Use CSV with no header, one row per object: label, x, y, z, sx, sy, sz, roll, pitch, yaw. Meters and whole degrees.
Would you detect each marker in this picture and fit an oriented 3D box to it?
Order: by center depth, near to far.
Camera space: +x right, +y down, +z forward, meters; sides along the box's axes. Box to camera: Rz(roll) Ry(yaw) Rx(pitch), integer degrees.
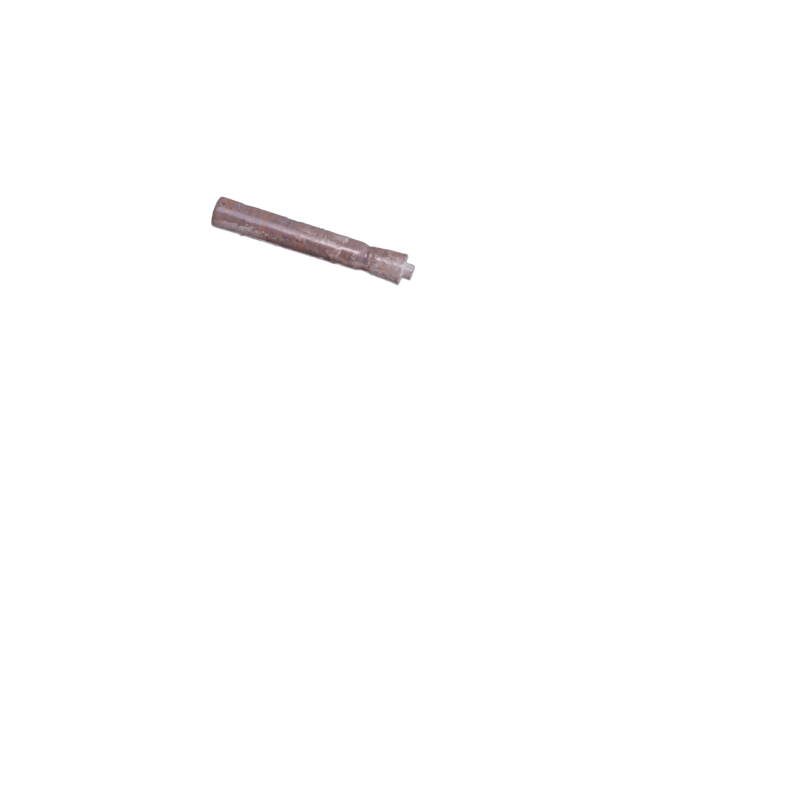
marker,-0.050,-0.092,0.645,0.123,0.020,0.020,18,6,7
